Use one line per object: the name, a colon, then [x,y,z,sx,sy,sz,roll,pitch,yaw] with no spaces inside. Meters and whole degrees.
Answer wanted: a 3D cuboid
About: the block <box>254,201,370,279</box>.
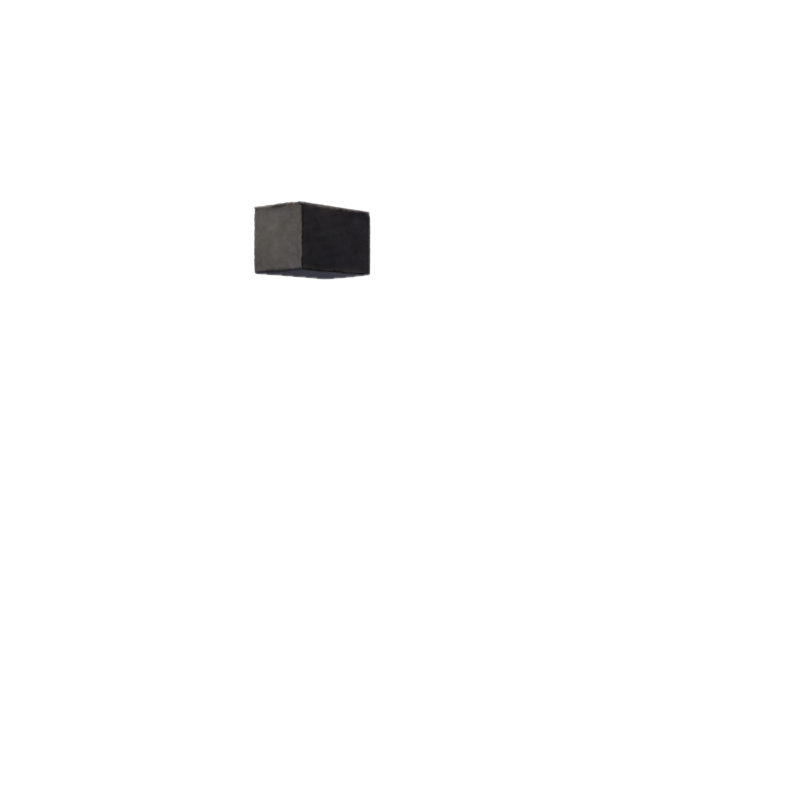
block: [-0.066,-0.120,0.843,0.054,0.052,0.075,-2,-2,41]
